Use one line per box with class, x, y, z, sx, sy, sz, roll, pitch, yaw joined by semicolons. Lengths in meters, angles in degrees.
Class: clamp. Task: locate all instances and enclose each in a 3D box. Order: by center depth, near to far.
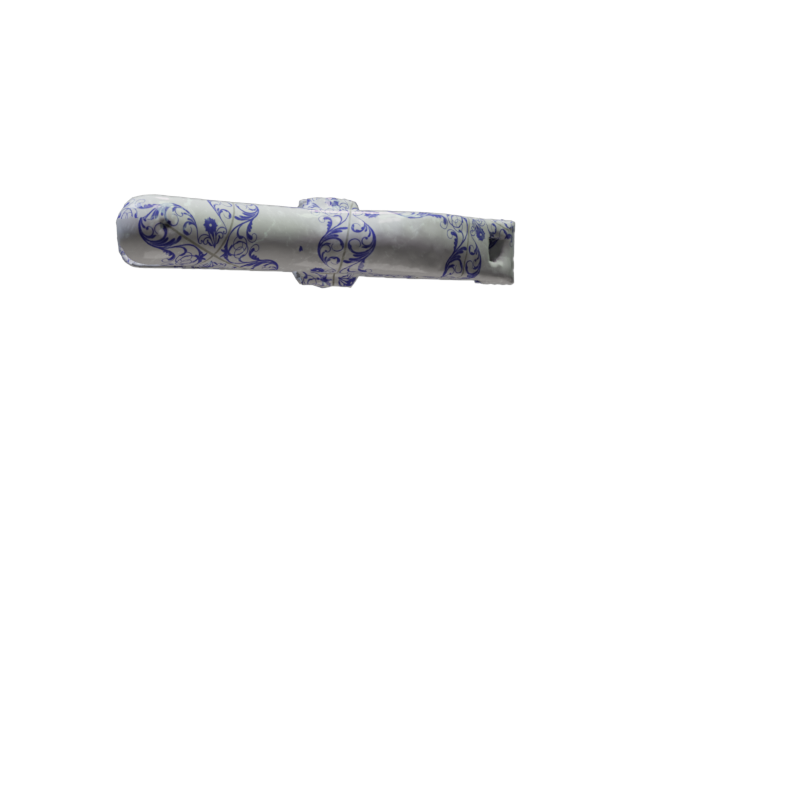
clamp;-0.035;-0.063;0.441;0.171;0.039;0.123;0;11;-3
